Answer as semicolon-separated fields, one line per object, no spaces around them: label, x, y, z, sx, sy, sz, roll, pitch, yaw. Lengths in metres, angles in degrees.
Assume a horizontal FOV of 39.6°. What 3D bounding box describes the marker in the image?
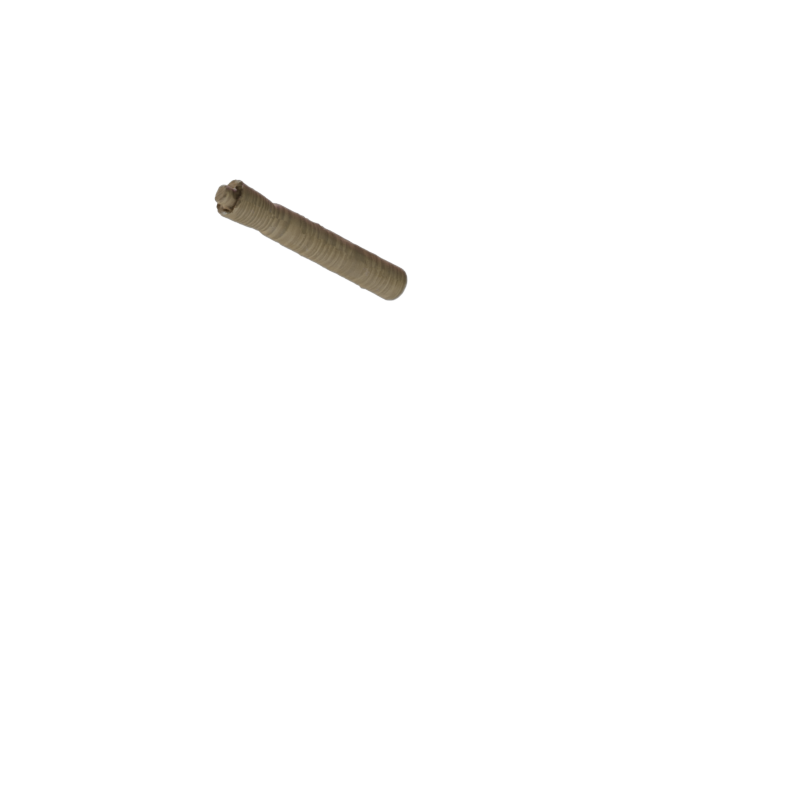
marker;-0.043;-0.078;0.547;0.113;0.020;0.021;24;-13;-39
